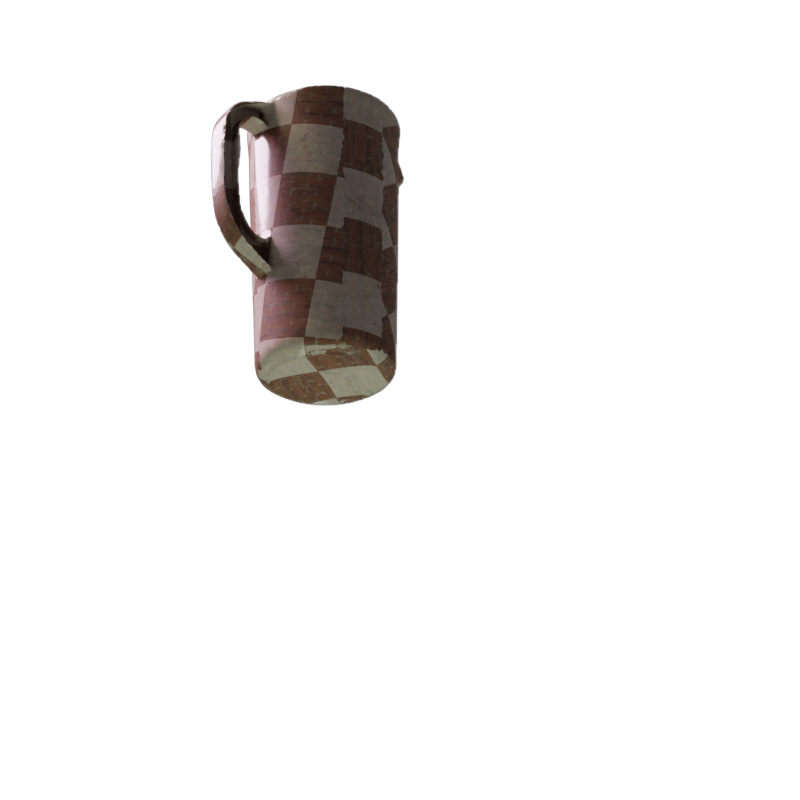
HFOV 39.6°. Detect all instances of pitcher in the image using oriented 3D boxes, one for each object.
[{"bbox_3d":[-0.070,-0.128,0.896,0.150,0.259,0.135,-5,-30,4],"label":"pitcher"}]
